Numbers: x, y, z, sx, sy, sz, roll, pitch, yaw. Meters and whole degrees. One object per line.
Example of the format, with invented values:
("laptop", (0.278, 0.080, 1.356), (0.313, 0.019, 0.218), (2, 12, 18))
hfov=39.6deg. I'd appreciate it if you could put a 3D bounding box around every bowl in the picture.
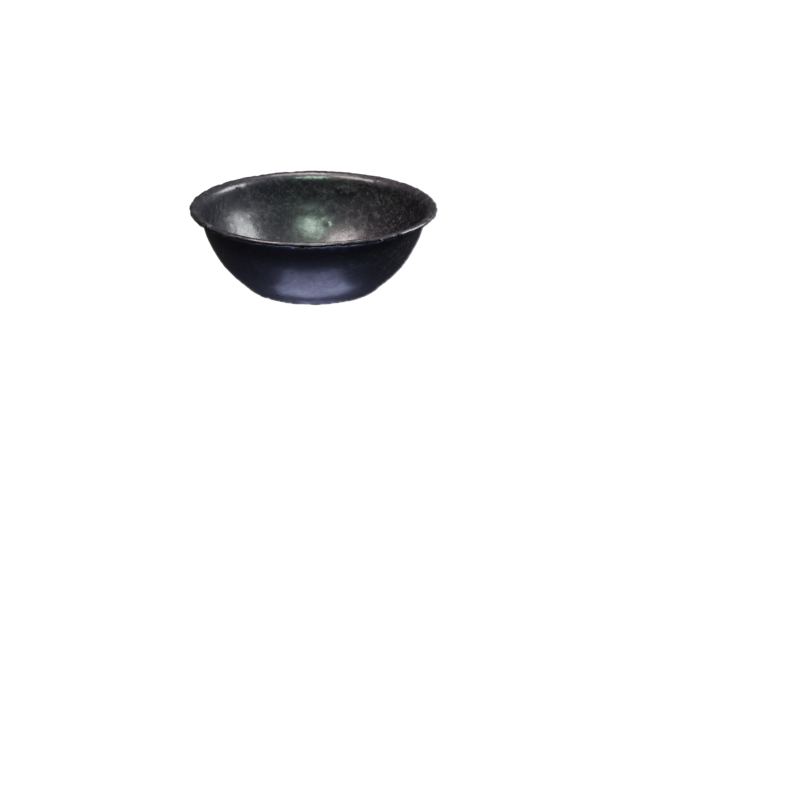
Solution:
("bowl", (-0.057, -0.105, 0.733), (0.162, 0.052, 0.170), (-1, 25, -2))
